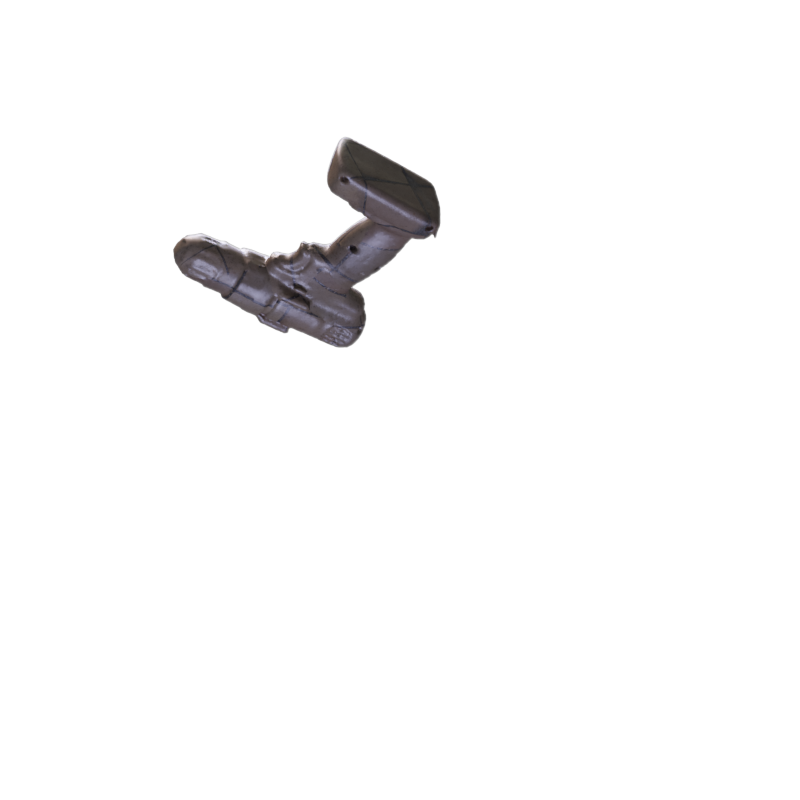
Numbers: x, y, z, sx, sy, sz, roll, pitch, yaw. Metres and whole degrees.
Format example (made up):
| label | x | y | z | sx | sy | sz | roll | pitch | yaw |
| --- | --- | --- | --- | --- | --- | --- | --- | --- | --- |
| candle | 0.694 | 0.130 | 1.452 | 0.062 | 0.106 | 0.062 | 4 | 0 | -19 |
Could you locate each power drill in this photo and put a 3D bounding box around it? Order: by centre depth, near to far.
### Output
| label | x | y | z | sx | sy | sz | roll | pitch | yaw |
| --- | --- | --- | --- | --- | --- | --- | --- | --- | --- |
| power drill | -0.072 | -0.132 | 0.922 | 0.176 | 0.062 | 0.184 | 24 | -46 | -26 |
